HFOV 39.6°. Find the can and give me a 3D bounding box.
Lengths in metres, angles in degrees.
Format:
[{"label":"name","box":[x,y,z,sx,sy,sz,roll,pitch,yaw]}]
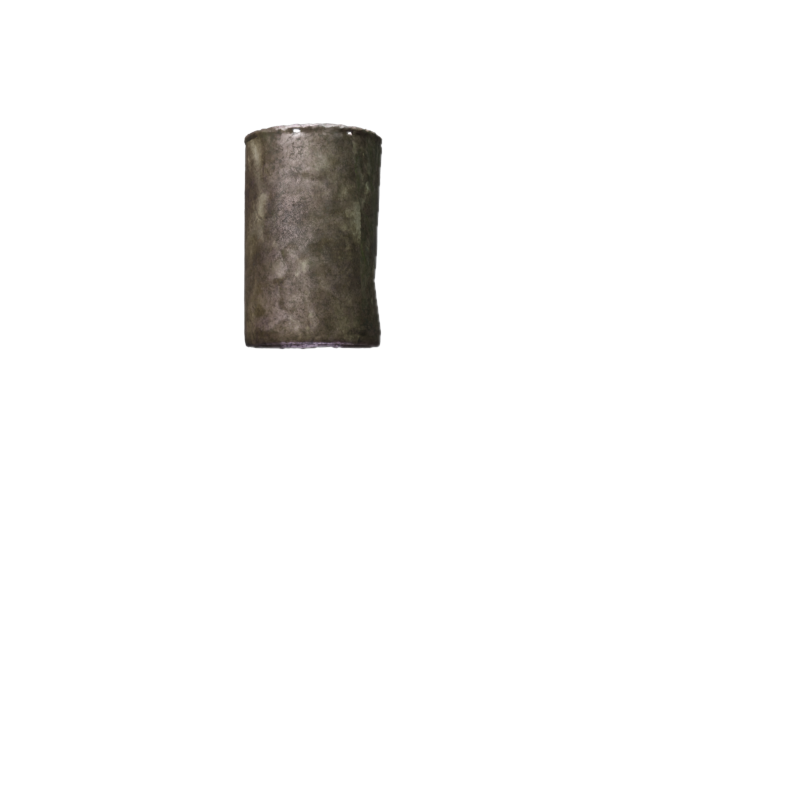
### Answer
[{"label":"can","box":[-0.042,-0.077,0.539,0.068,0.104,0.068,0,-5,-2]}]
